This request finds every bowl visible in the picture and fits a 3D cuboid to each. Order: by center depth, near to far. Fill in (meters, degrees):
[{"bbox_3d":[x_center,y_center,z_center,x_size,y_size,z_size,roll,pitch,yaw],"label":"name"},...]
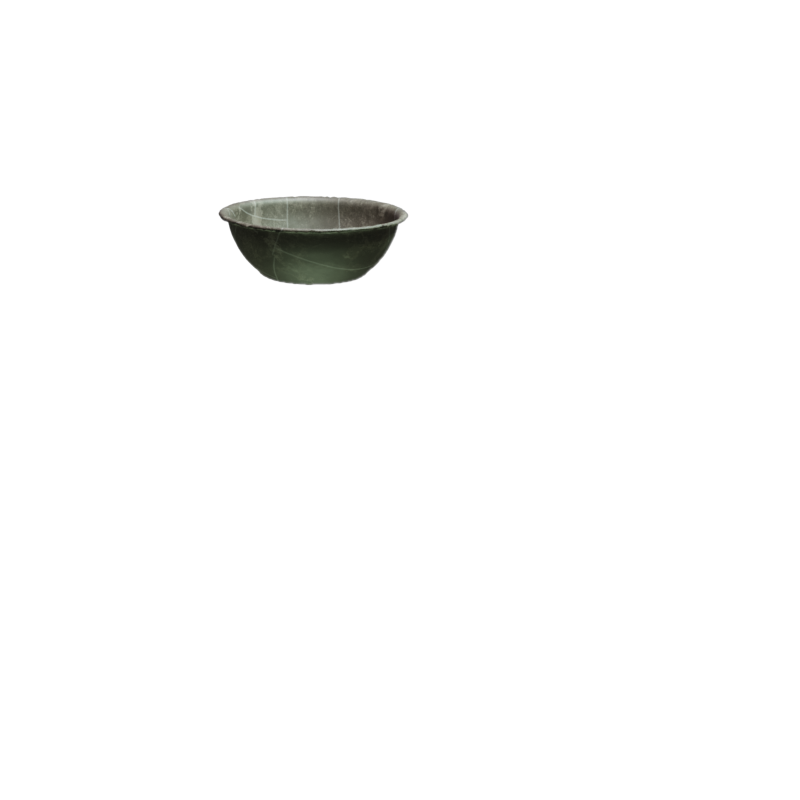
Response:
[{"bbox_3d":[-0.075,-0.136,0.953,0.162,0.053,0.168,-1,19,-2],"label":"bowl"}]
